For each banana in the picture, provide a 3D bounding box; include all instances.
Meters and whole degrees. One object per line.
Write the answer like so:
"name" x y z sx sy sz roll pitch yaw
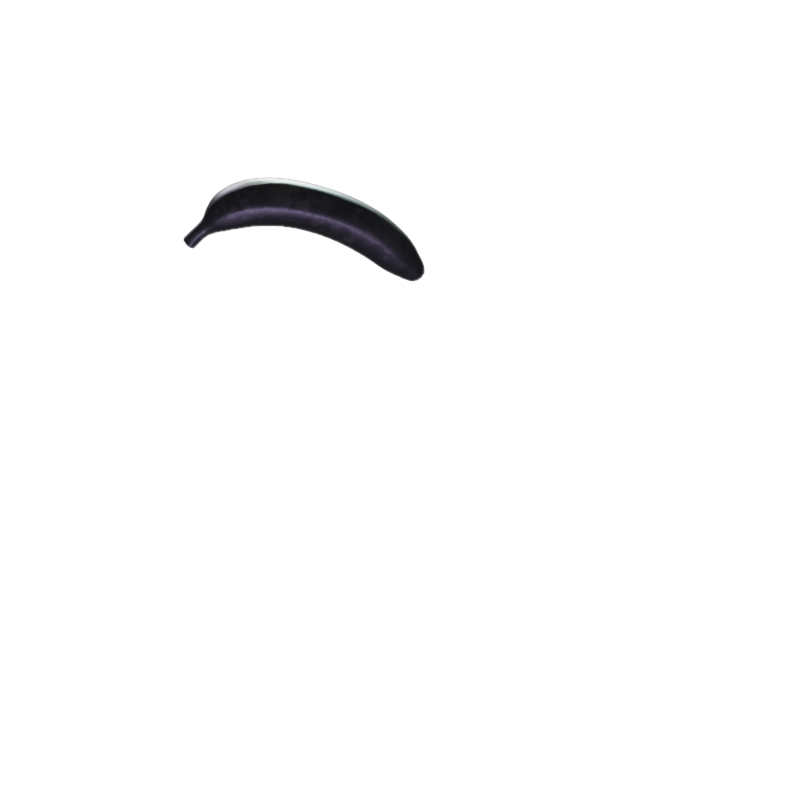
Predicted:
"banana" -0.068 -0.140 0.881 0.194 0.039 0.066 9 -45 -9
